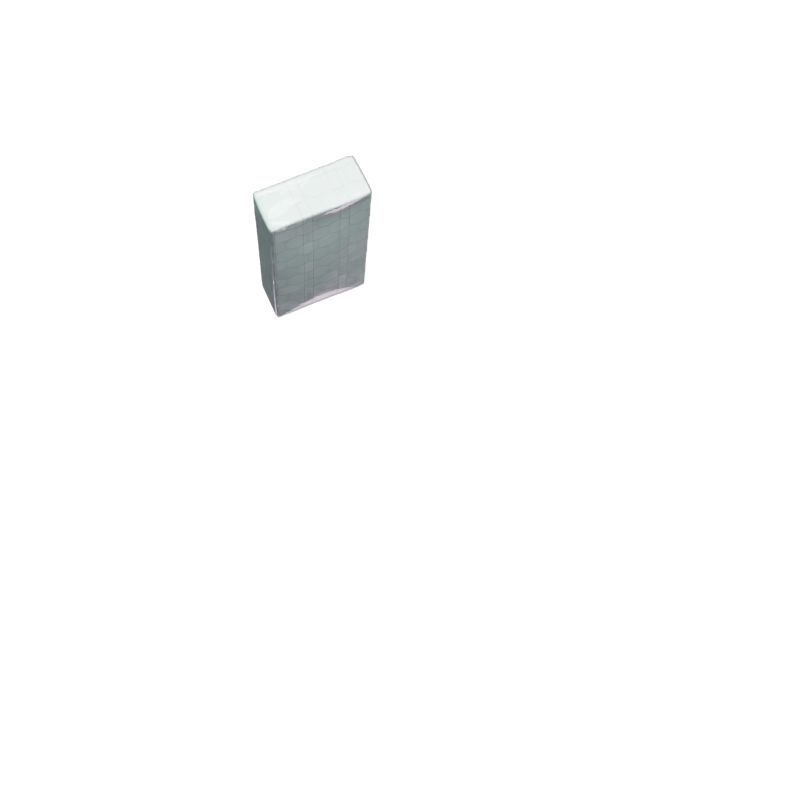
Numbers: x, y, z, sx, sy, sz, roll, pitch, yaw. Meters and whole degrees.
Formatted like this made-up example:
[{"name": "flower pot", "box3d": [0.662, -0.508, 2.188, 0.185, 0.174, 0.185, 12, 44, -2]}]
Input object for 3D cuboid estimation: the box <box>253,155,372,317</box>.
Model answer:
[{"name": "box", "box3d": [-0.076, -0.139, 0.973, 0.093, 0.050, 0.168, -23, -15, -11]}]
